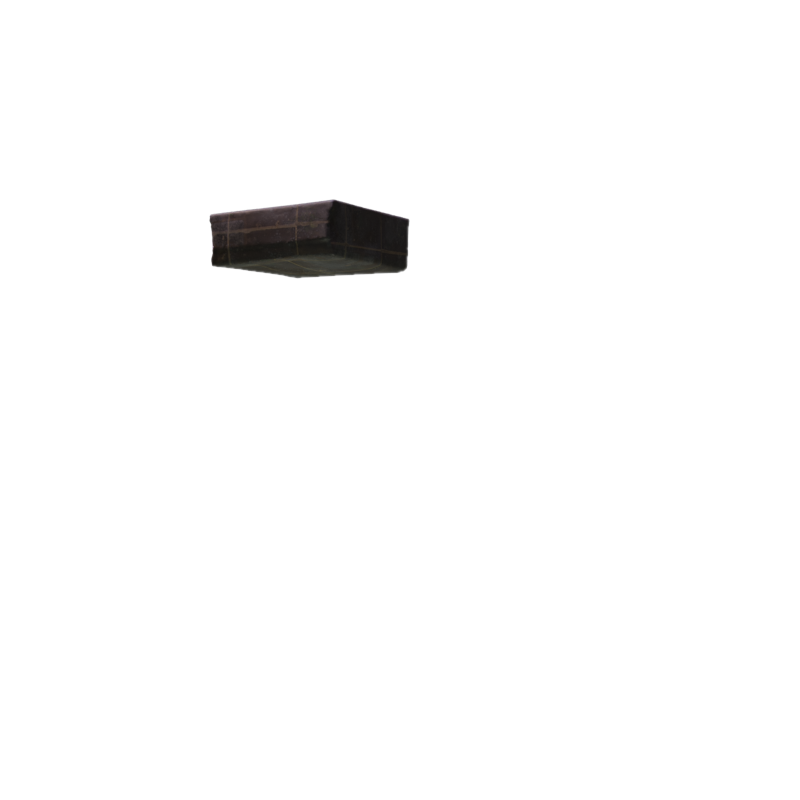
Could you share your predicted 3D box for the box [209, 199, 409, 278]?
[{"bbox_3d":[-0.056,-0.103,0.719,0.092,0.039,0.109,-1,-1,27],"label":"box"}]
